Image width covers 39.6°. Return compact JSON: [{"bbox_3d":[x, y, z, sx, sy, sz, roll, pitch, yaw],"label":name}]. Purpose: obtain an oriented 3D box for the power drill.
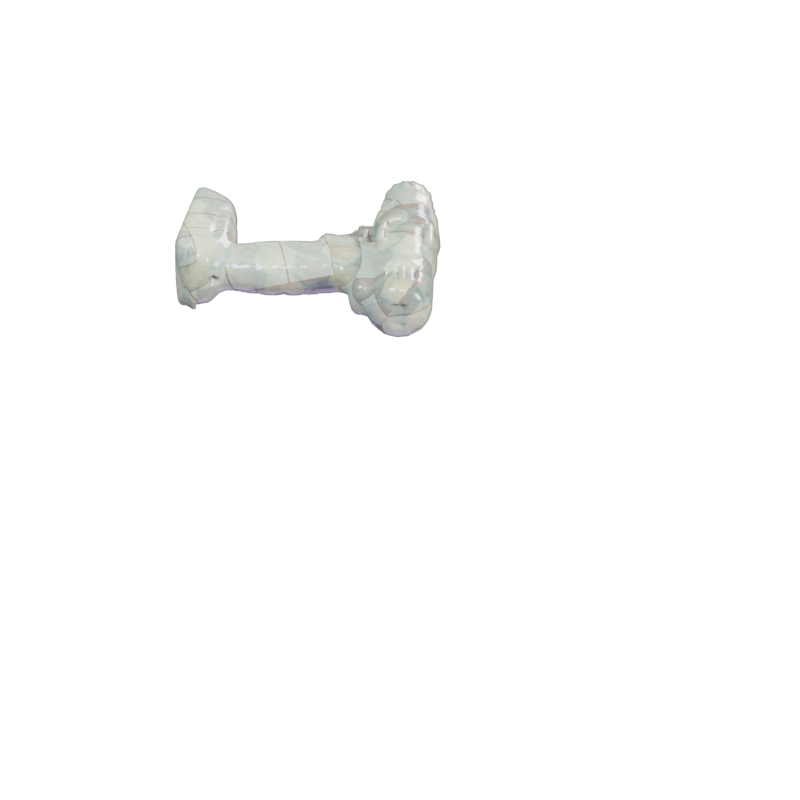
[{"bbox_3d":[-0.064,-0.117,0.822,0.189,0.054,0.195,2,33,3],"label":"power drill"}]
